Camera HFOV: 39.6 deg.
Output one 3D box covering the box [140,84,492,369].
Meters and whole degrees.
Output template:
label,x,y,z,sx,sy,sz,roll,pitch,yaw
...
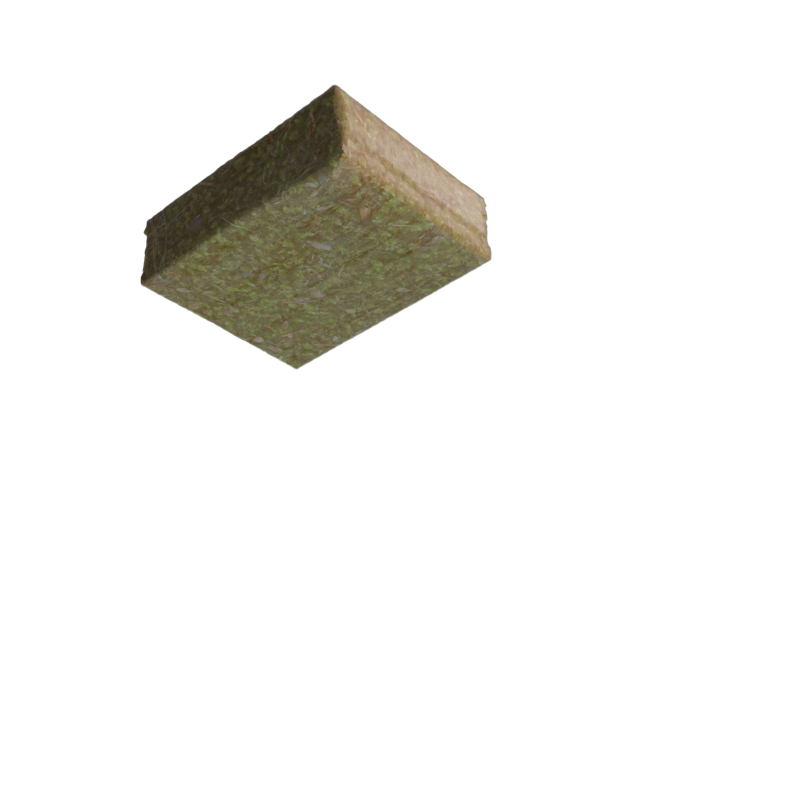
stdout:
label,x,y,z,sx,sy,sz,roll,pitch,yaw
box,-0.035,-0.064,0.445,0.113,0.042,0.084,-26,-41,34
